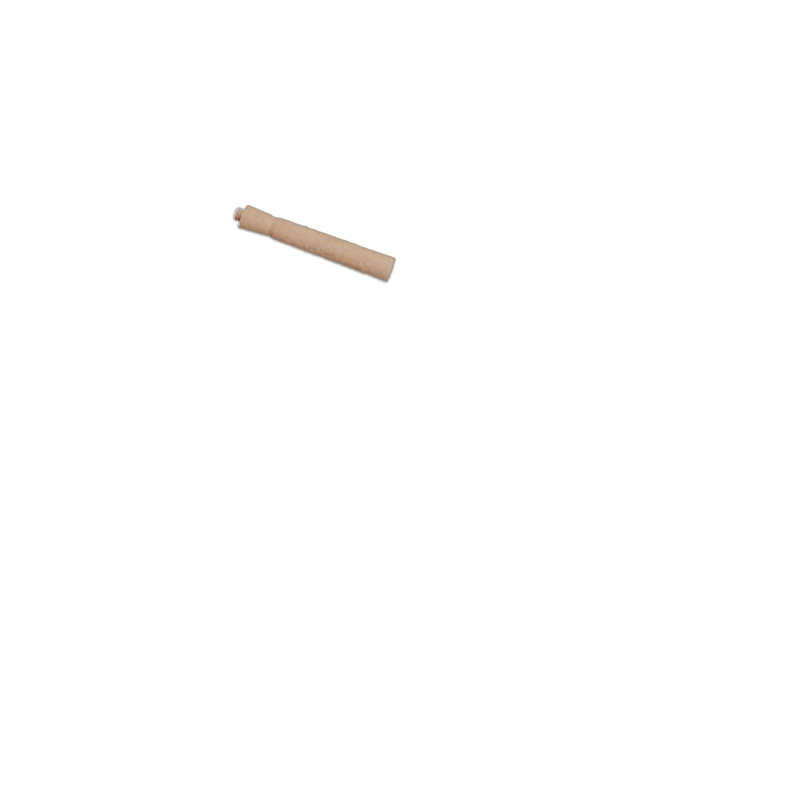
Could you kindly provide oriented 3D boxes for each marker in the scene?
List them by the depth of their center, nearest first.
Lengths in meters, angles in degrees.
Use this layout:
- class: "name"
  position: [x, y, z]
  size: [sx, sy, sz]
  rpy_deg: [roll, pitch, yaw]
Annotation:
- class: "marker"
  position: [-0.063, -0.114, 0.802]
  size: [0.123, 0.020, 0.020]
  rpy_deg: [21, 6, 7]
